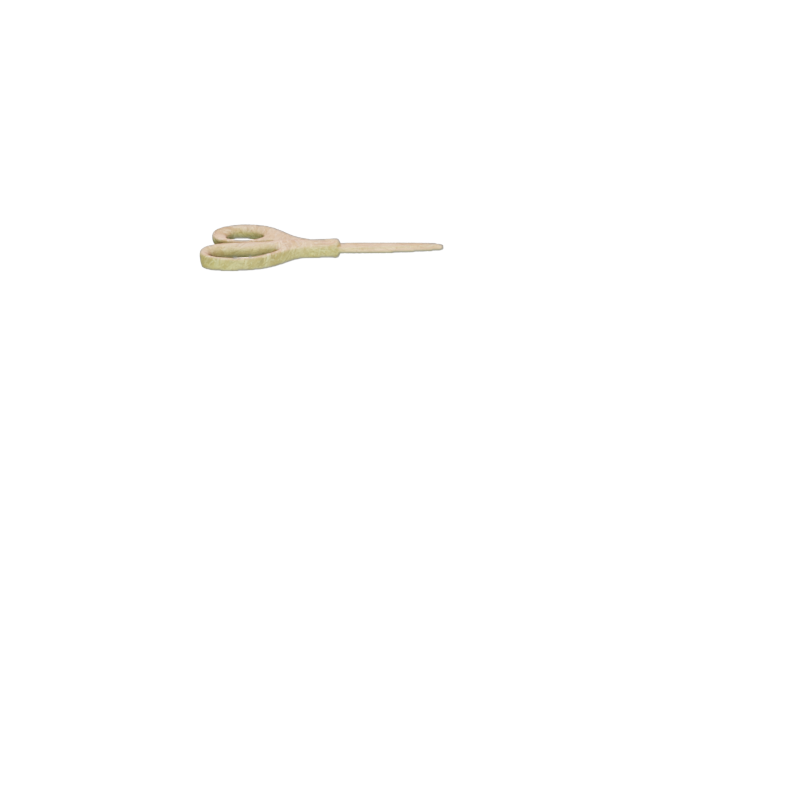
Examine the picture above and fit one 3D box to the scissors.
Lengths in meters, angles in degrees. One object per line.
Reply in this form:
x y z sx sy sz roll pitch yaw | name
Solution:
-0.074 -0.135 0.948 0.198 0.015 0.103 -8 28 -16 | scissors
